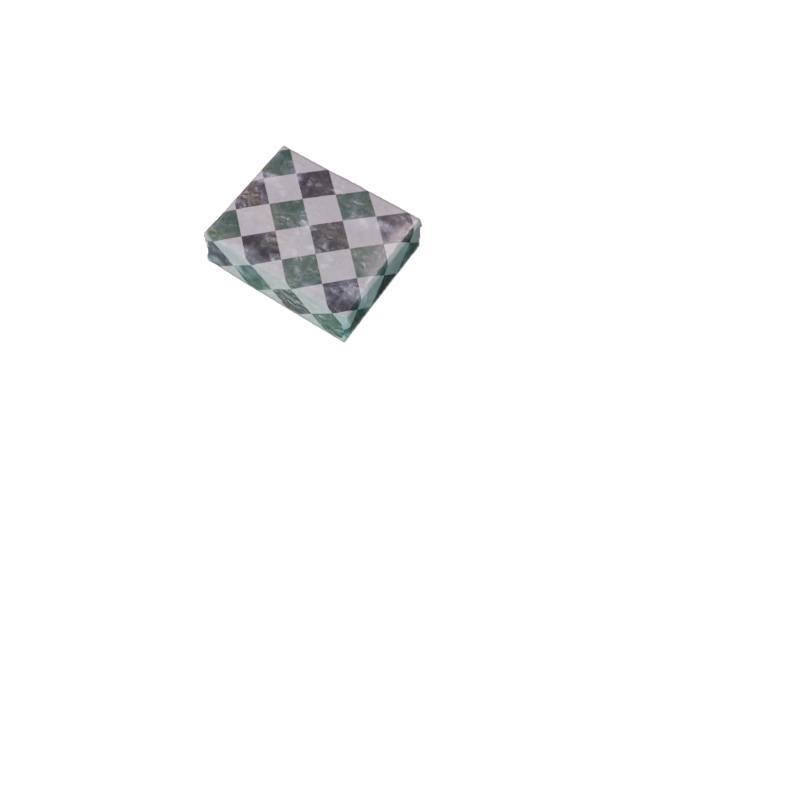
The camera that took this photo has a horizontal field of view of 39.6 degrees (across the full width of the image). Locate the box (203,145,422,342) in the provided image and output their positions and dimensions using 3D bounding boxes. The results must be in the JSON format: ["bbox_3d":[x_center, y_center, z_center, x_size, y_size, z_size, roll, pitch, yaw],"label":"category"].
[{"bbox_3d":[-0.056,-0.103,0.722,0.118,0.092,0.036,29,-29,17],"label":"box"}]
